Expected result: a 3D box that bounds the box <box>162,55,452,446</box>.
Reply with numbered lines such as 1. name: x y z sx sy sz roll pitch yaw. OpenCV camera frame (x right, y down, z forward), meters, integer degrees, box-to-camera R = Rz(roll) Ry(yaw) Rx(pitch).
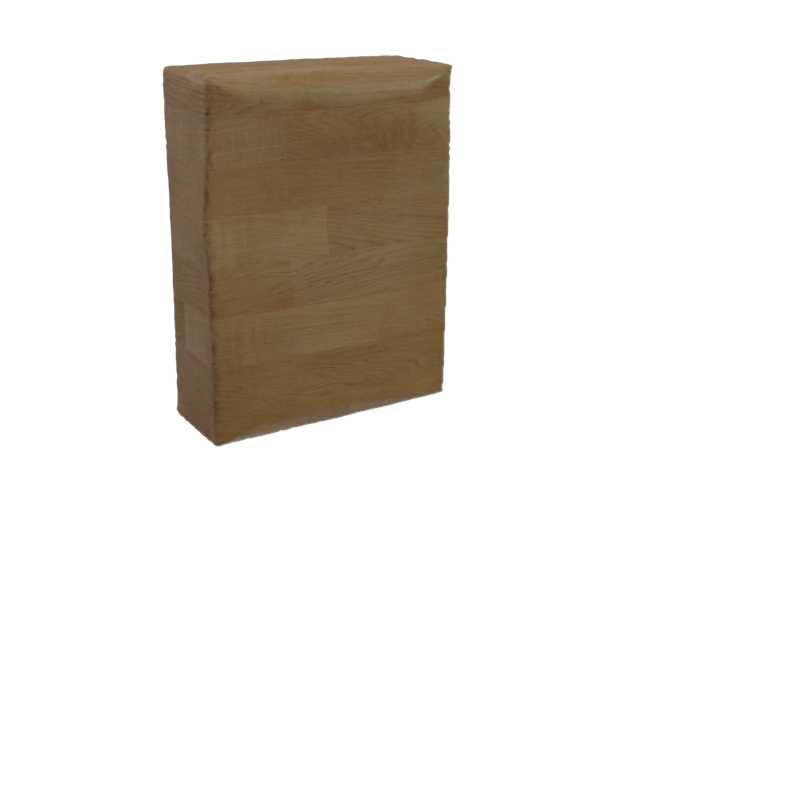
1. box: -0.052 -0.096 0.669 0.160 0.206 0.076 -10 19 -29
